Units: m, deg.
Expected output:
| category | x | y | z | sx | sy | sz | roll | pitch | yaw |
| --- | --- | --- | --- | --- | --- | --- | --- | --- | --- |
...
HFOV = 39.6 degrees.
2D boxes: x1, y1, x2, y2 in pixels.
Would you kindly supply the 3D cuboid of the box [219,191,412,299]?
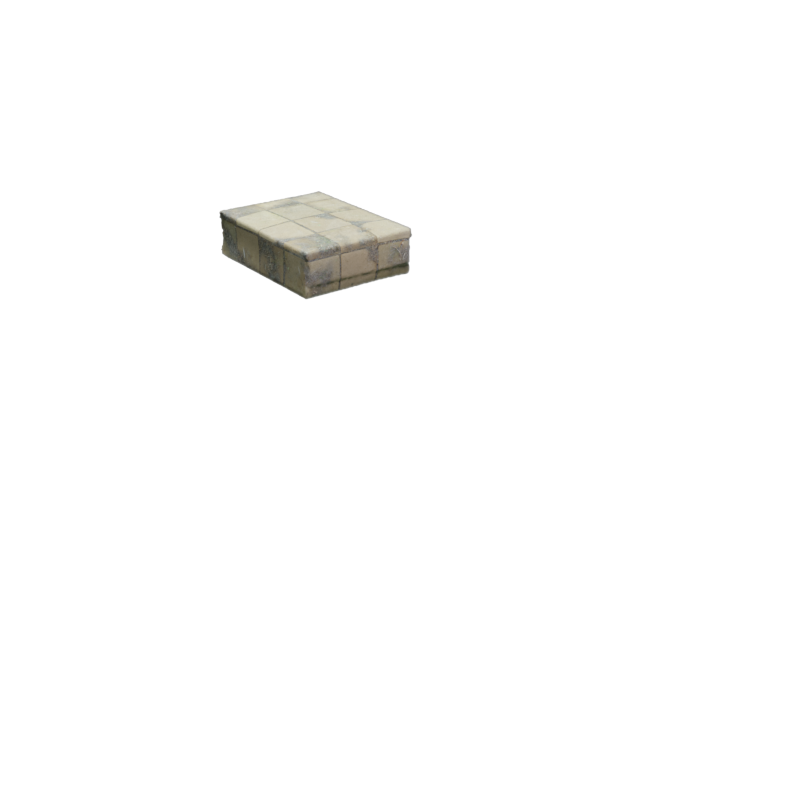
| category | x | y | z | sx | sy | sz | roll | pitch | yaw |
| --- | --- | --- | --- | --- | --- | --- | --- | --- | --- |
| box | -0.061 | -0.112 | 0.783 | 0.088 | 0.037 | 0.121 | -17 | 28 | -34 |
